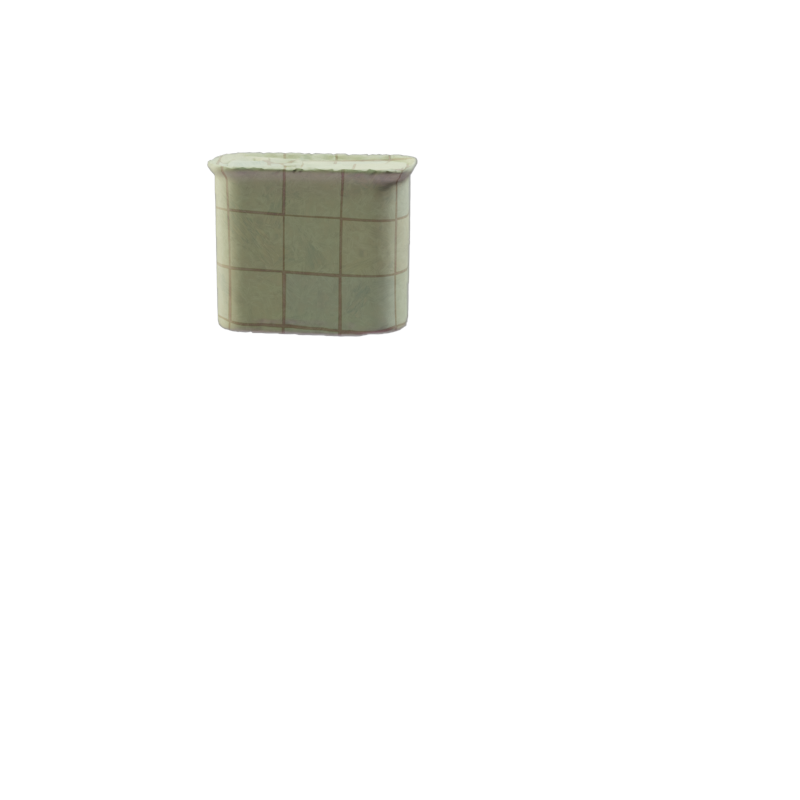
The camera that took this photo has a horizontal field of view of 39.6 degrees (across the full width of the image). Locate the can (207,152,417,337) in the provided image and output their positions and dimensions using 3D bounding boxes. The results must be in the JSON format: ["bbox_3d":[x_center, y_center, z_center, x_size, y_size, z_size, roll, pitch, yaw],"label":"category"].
[{"bbox_3d":[-0.044,-0.080,0.558,0.103,0.081,0.059,3,15,8],"label":"can"}]
